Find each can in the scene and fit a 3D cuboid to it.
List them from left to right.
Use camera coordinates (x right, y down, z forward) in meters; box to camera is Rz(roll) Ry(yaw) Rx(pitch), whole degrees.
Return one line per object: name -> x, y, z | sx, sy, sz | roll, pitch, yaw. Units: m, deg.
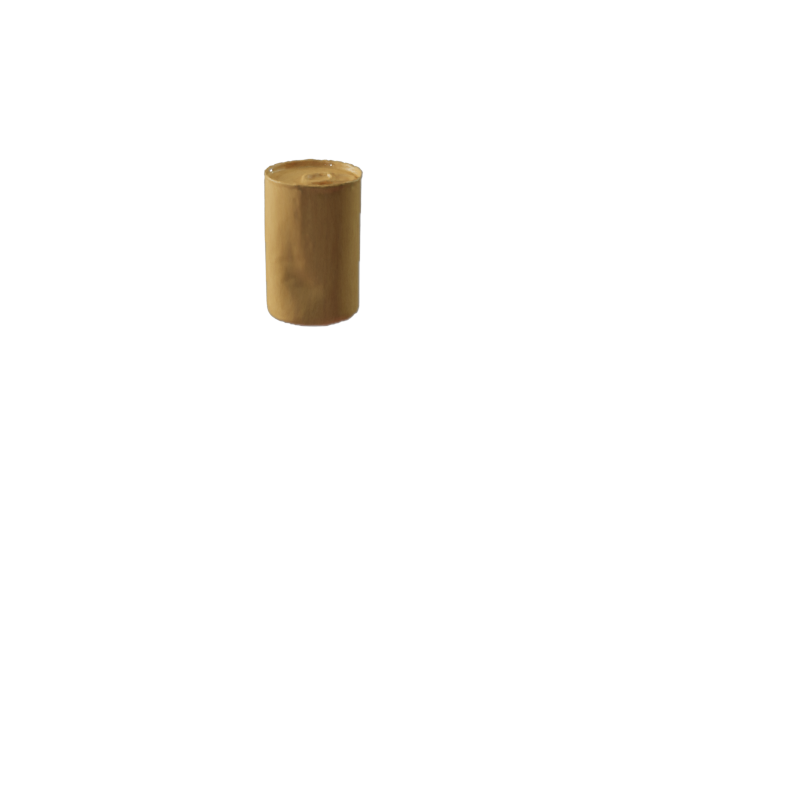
can -> -0.061, -0.110, 0.773 | 0.068, 0.098, 0.072 | 0, 22, -2
